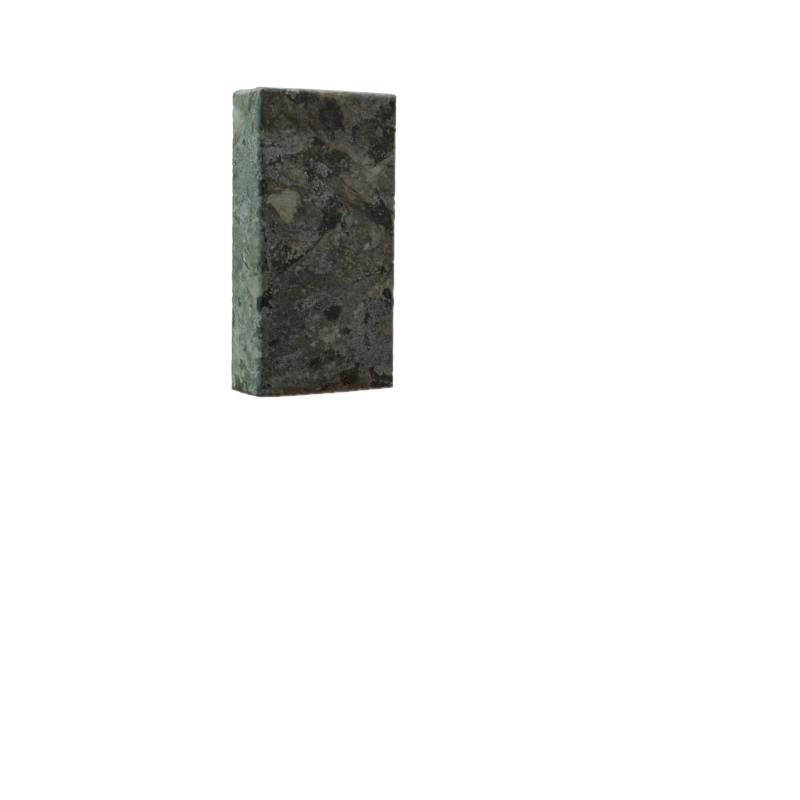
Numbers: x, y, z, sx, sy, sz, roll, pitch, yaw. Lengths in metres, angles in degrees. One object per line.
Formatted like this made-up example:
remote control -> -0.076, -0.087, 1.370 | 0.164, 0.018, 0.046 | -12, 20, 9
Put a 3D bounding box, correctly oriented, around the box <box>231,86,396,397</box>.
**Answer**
box -> -0.051, -0.093, 0.653 | 0.090, 0.176, 0.050 | -2, 2, -31
